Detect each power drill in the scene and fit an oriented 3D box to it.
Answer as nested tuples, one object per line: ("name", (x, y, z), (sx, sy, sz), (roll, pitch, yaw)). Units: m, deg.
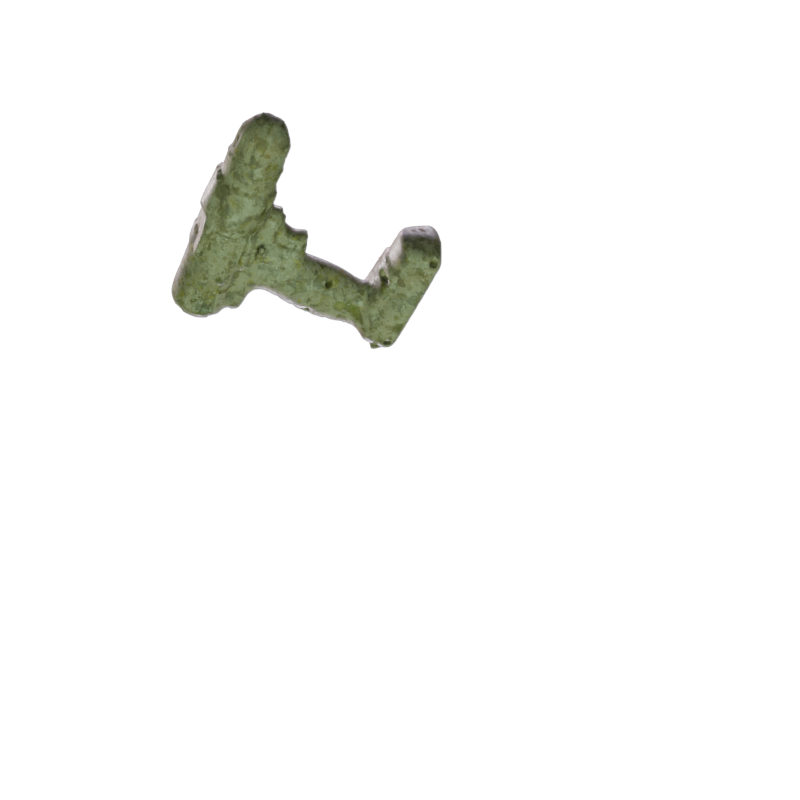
("power drill", (-0.067, -0.122, 0.857), (0.182, 0.177, 0.061), (18, 38, -15))
